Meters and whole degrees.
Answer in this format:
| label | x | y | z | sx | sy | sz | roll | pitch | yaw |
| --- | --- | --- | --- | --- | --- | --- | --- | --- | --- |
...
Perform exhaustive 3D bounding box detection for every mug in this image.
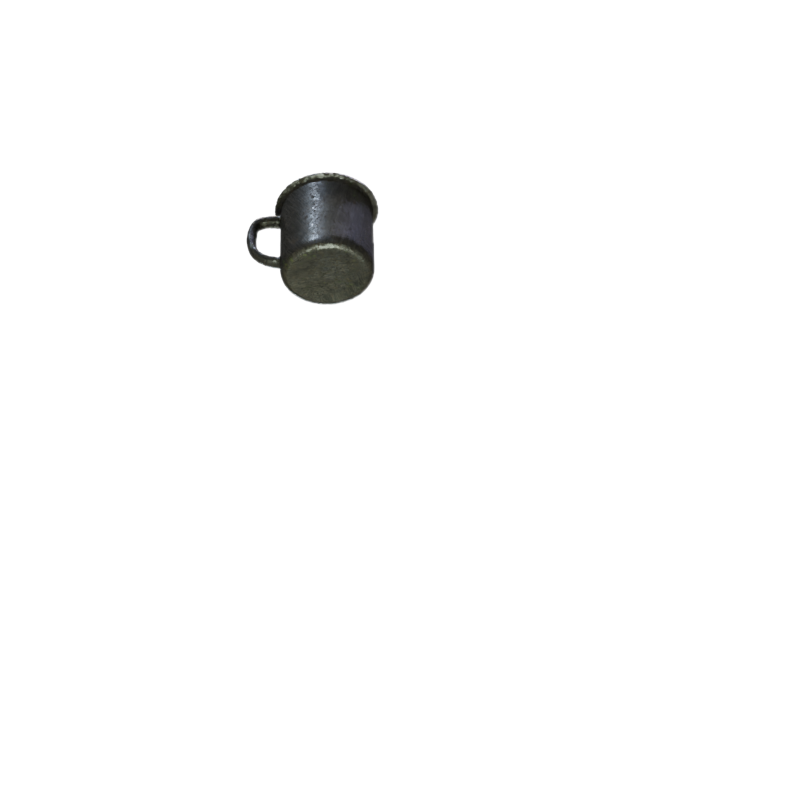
| label | x | y | z | sx | sy | sz | roll | pitch | yaw |
| --- | --- | --- | --- | --- | --- | --- | --- | --- | --- |
| mug | -0.076 | -0.139 | 0.973 | 0.117 | 0.087 | 0.087 | 2 | -40 | -4 |
